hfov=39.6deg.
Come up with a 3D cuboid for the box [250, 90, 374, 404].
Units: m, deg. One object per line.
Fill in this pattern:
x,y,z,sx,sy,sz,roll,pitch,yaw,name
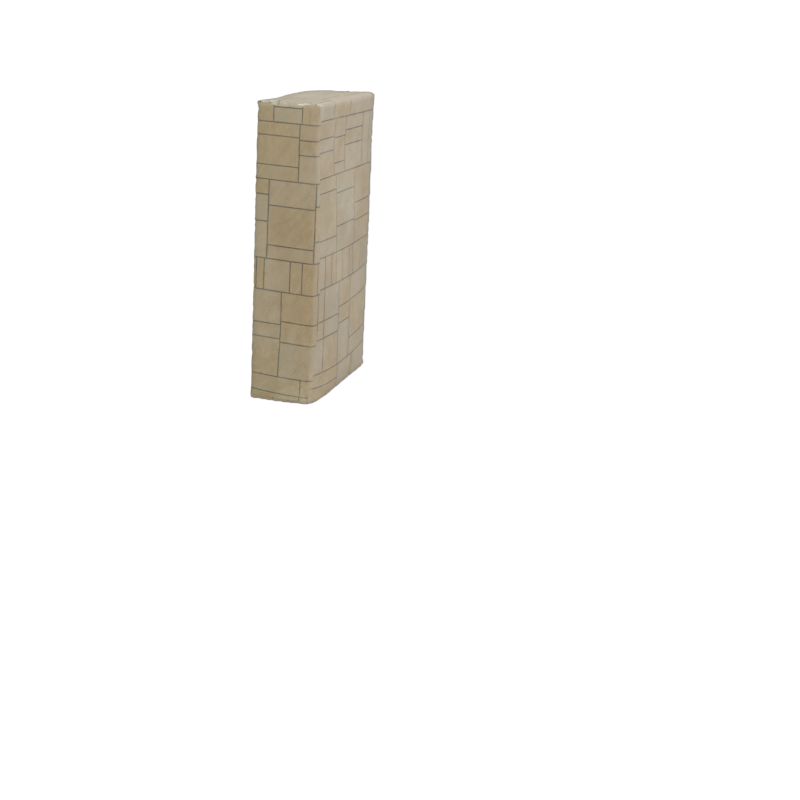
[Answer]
-0.052,-0.095,0.664,0.049,0.171,0.093,5,14,18,box
